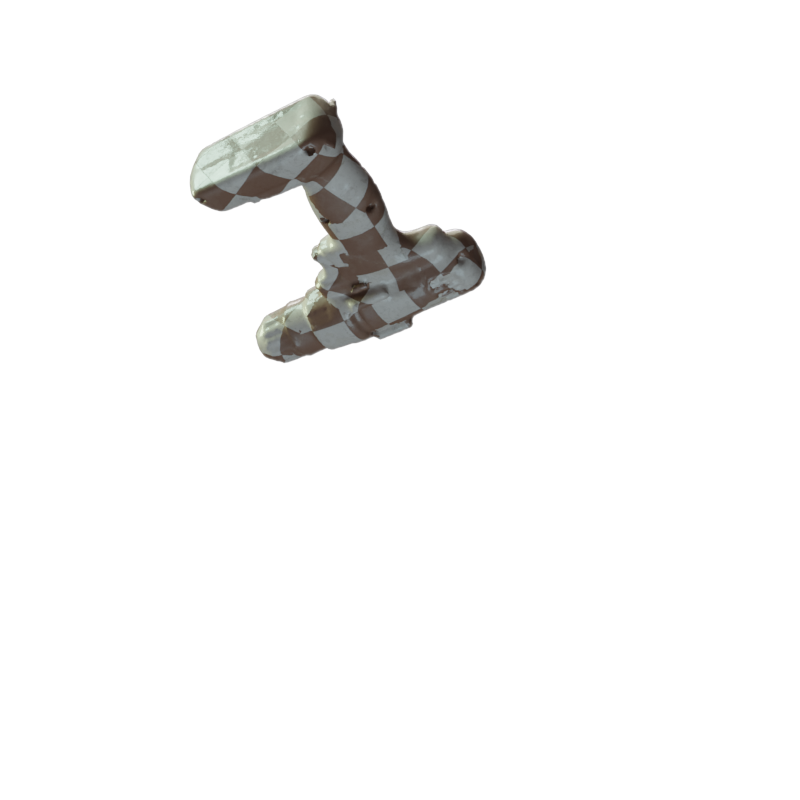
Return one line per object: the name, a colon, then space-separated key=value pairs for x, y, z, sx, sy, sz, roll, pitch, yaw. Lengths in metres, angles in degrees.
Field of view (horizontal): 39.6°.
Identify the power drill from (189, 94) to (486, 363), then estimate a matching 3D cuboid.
power drill: x=-0.060 y=-0.109 z=0.763 sx=0.185 sy=0.062 sz=0.174 roll=-23 pitch=-47 yaw=23
